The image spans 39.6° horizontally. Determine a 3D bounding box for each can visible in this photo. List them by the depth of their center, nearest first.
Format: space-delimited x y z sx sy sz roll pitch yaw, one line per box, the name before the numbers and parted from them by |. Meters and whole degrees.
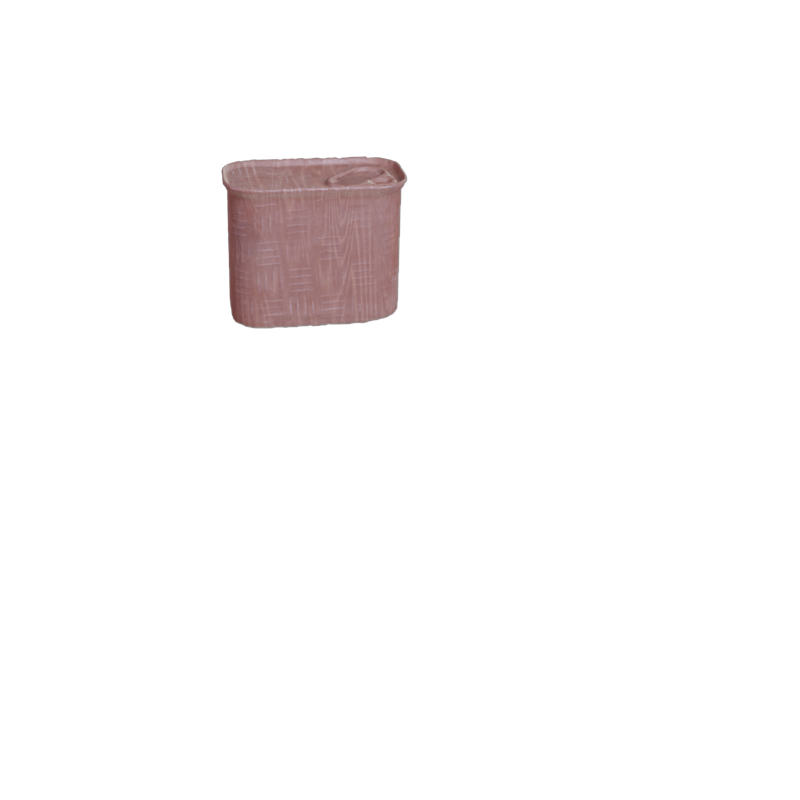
can | -0.049 -0.090 0.631 0.101 0.080 0.061 -3 24 -7
